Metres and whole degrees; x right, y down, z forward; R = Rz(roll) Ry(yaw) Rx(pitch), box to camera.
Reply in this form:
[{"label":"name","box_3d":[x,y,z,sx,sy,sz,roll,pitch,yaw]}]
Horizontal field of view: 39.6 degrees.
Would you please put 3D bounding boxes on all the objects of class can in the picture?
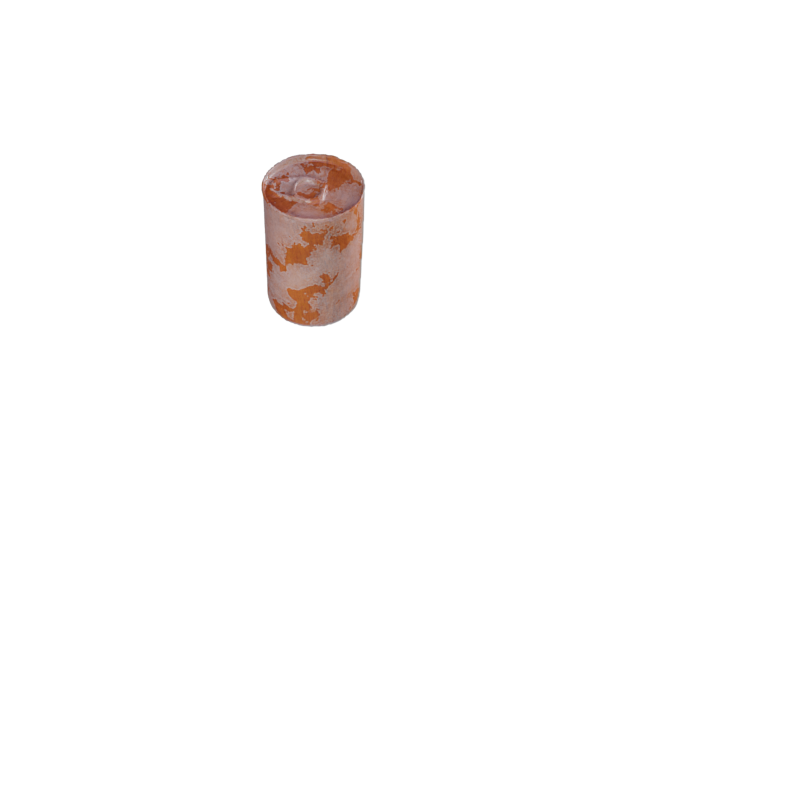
[{"label":"can","box_3d":[-0.059,-0.108,0.758,0.068,0.074,0.095,0,-43,-3]}]
